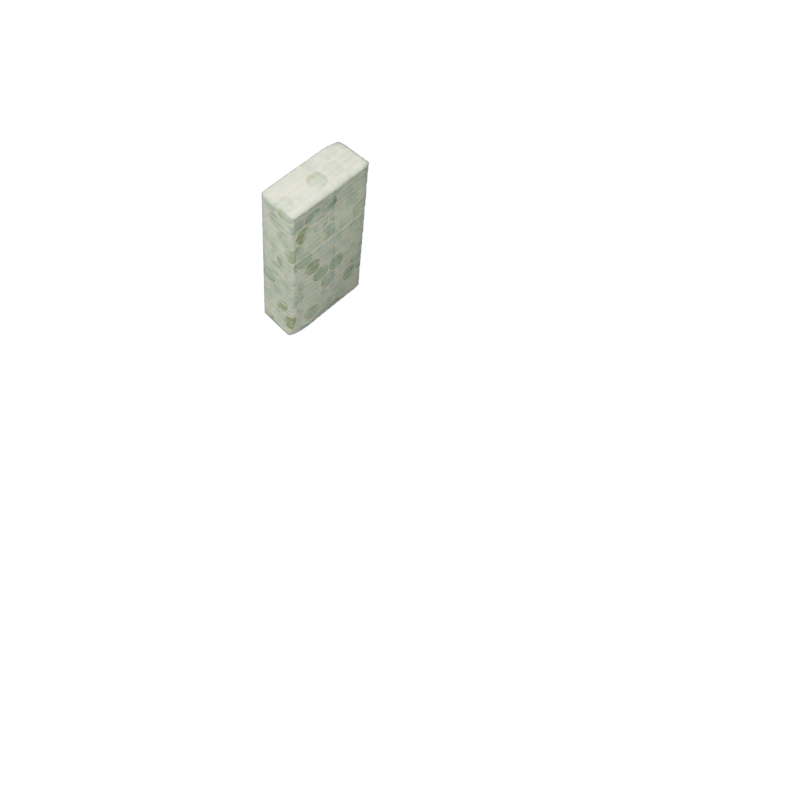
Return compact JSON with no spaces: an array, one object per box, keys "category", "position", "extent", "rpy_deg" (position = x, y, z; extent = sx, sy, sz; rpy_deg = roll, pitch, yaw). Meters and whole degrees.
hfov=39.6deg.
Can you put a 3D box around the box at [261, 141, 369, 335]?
[{"category":"box","position":[-0.078,-0.142,0.990],"extent":[0.094,0.051,0.165],"rpy_deg":[-40,-24,-27]}]
